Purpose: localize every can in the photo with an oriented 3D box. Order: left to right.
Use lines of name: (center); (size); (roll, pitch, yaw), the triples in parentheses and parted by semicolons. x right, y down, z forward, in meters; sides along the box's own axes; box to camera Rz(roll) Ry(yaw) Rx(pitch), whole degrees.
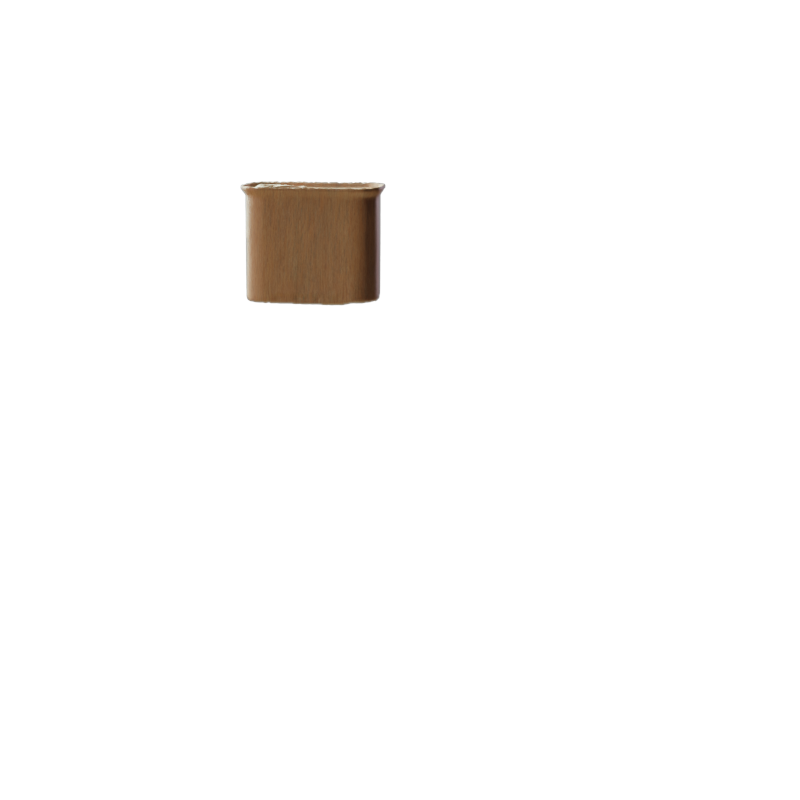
can: (-0.063, -0.115, 0.803); (0.103, 0.082, 0.058); (2, 10, 10)
